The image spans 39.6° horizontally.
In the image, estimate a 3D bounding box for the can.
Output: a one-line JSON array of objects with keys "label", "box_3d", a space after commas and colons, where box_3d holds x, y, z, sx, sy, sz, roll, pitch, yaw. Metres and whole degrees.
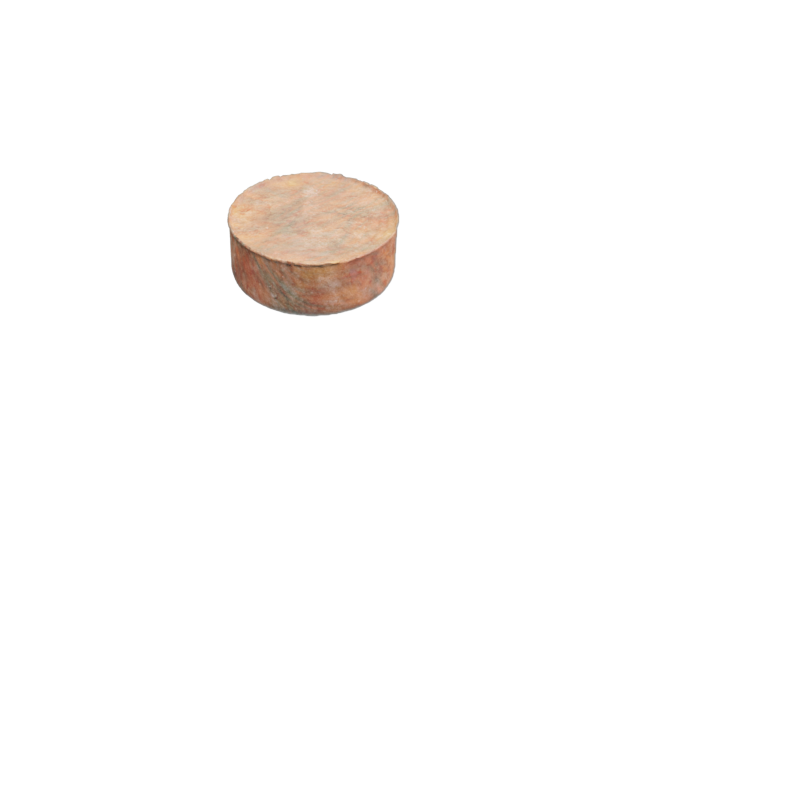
[{"label": "can", "box_3d": [-0.044, -0.080, 0.562, 0.086, 0.031, 0.092, -1, 39, -2]}]
